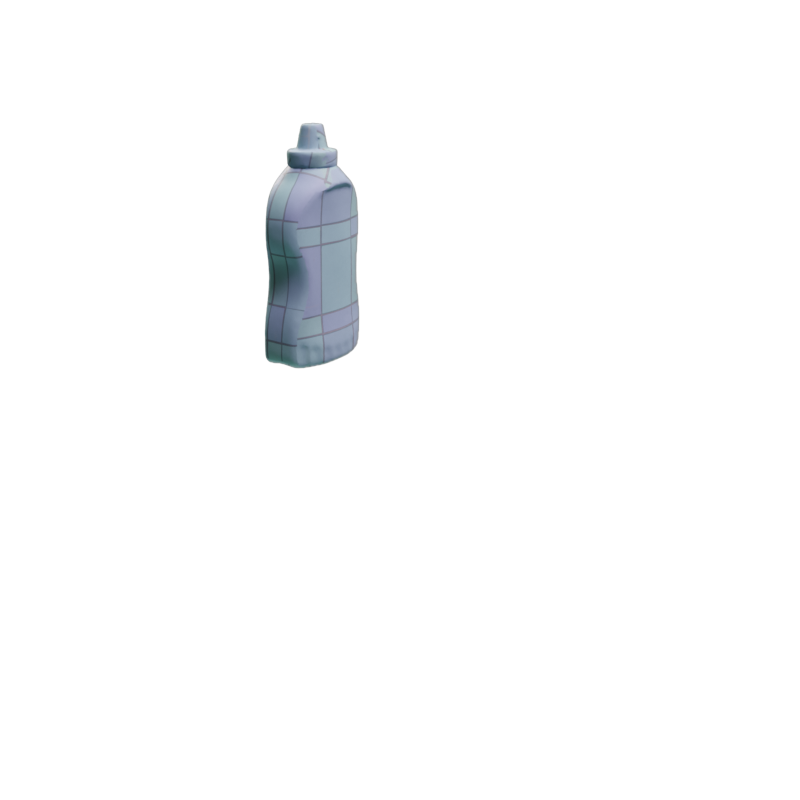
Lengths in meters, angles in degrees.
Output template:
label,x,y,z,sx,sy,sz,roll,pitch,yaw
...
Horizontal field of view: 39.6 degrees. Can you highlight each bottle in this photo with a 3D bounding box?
label,x,y,z,sx,sy,sz,roll,pitch,yaw
bottle,-0.071,-0.129,0.902,0.061,0.186,0.094,9,16,33
